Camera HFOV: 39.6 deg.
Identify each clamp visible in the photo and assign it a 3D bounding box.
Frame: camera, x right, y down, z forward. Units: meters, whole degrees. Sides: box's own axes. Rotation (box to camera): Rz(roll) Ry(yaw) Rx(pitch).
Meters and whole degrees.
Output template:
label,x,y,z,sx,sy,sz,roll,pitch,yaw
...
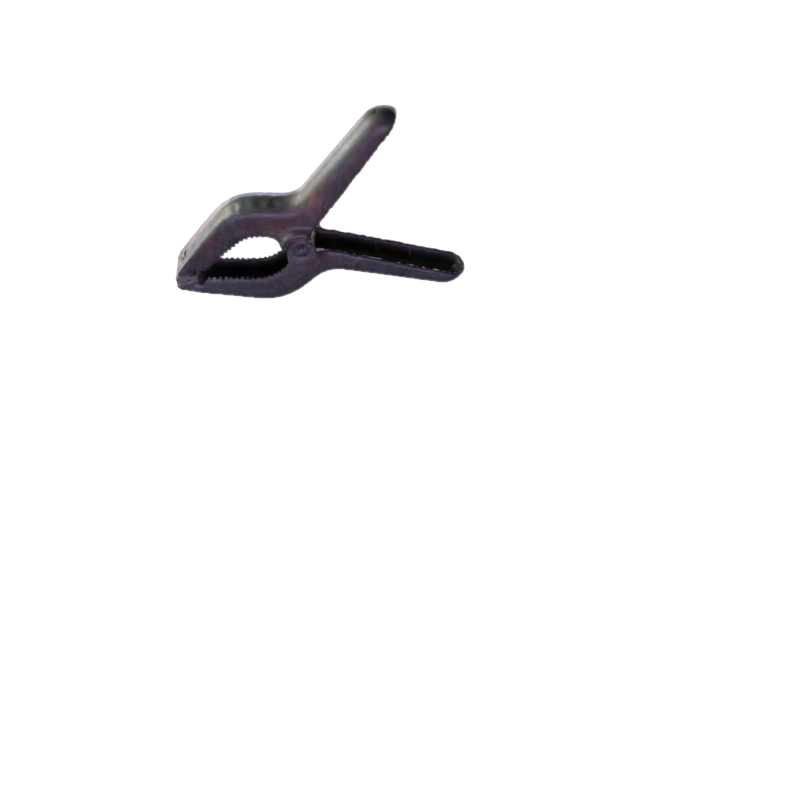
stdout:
label,x,y,z,sx,sy,sz,roll,pitch,yaw
clamp,-0.064,-0.117,0.816,0.211,0.039,0.152,-20,-48,19
